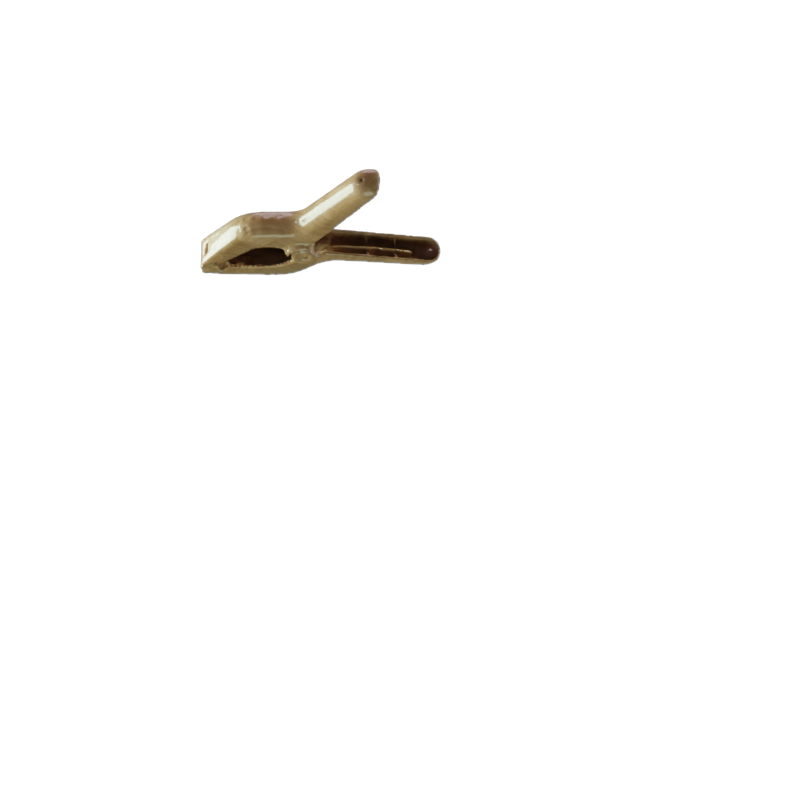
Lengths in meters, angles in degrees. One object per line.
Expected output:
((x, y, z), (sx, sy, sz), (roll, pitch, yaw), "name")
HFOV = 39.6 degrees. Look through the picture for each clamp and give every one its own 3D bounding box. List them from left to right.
((-0.077, -0.140, 0.978), (0.214, 0.038, 0.154), (-10, -21, 27), "clamp")
